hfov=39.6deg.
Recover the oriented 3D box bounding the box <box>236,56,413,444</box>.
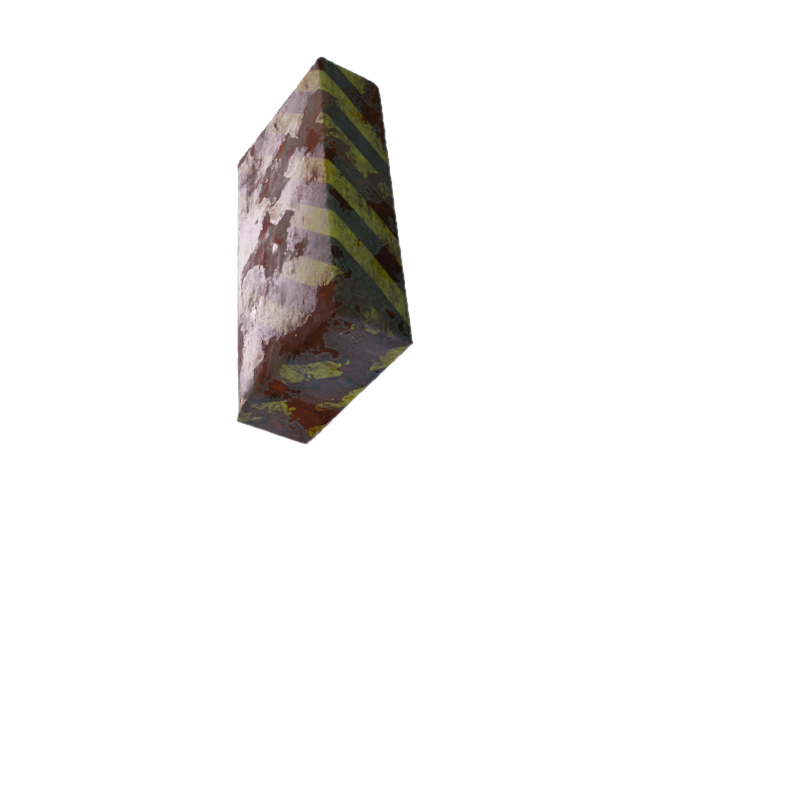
[{"bbox_3d":[-0.043,-0.078,0.549,0.046,0.189,0.091,22,-46,-28],"label":"box"}]
